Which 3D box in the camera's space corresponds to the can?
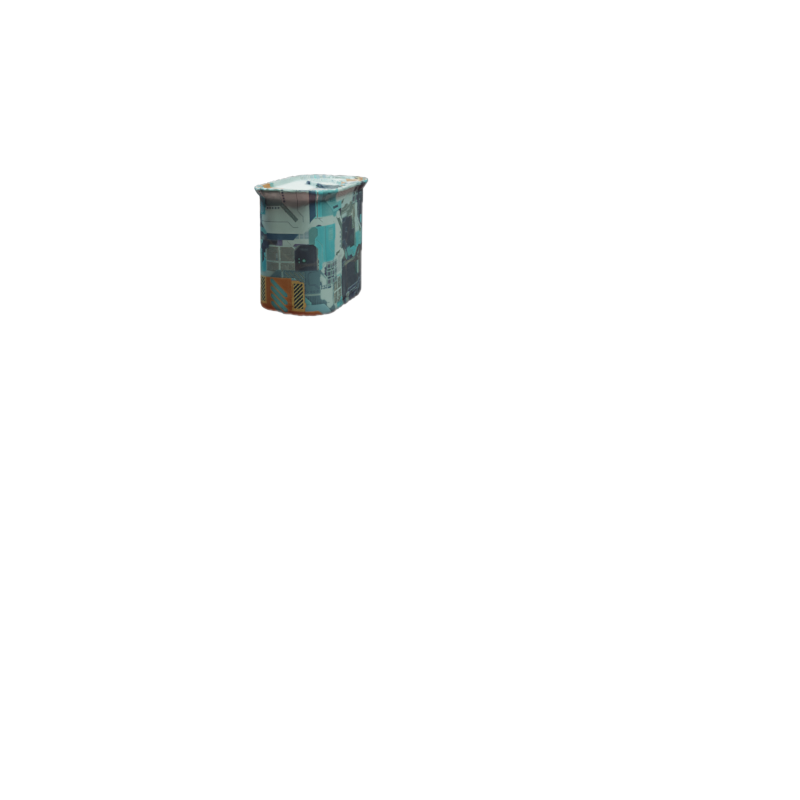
[{"bbox_3d":[-0.060,-0.109,0.764,0.059,0.082,0.102,4,14,16],"label":"can"}]
